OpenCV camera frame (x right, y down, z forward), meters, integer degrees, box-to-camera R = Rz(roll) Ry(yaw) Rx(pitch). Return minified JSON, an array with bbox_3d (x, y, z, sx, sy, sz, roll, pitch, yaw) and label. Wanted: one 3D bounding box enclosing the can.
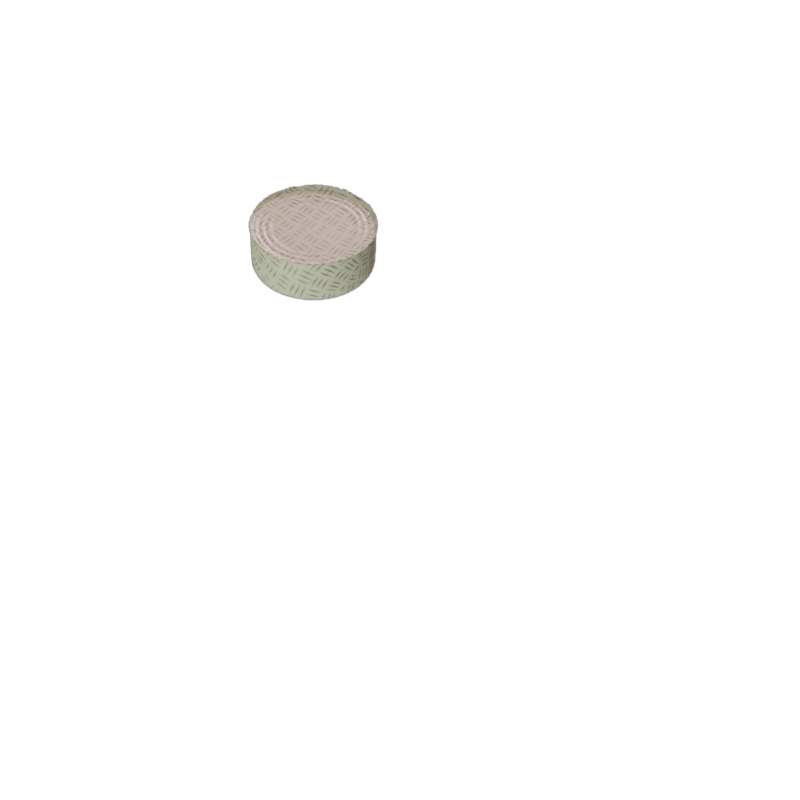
[{"bbox_3d":[-0.058,-0.106,0.742,0.086,0.031,0.092,-1,44,-2],"label":"can"}]
